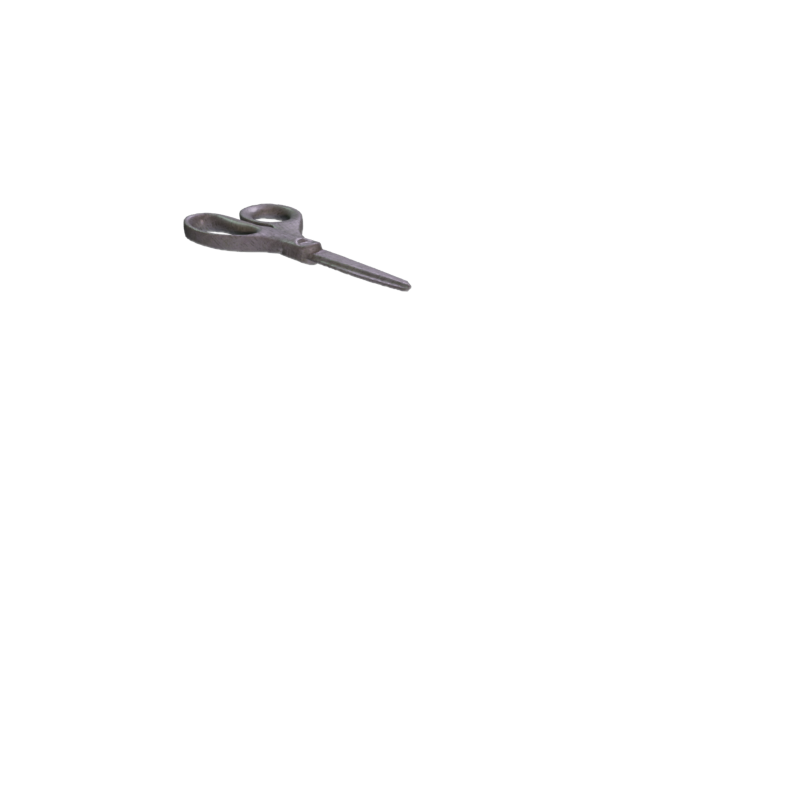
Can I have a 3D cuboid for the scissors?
[{"bbox_3d":[-0.061,-0.112,0.782,0.211,0.015,0.096,15,30,28],"label":"scissors"}]
